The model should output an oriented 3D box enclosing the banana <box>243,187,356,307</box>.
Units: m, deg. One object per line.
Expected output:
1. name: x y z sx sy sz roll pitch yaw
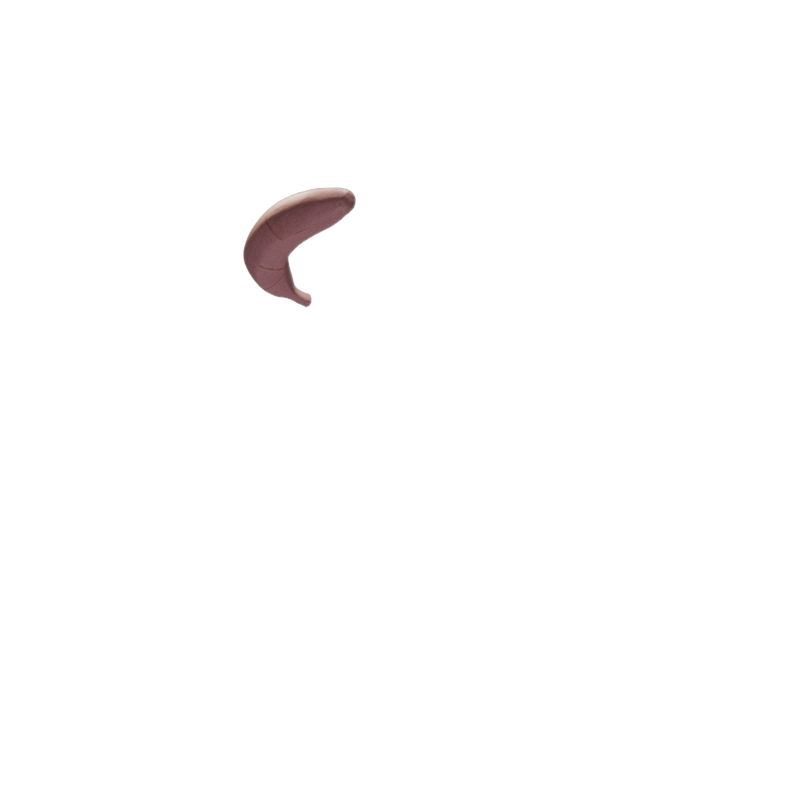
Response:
1. banana: -0.089 -0.127 0.894 0.068 0.038 0.192 4 -18 -13
